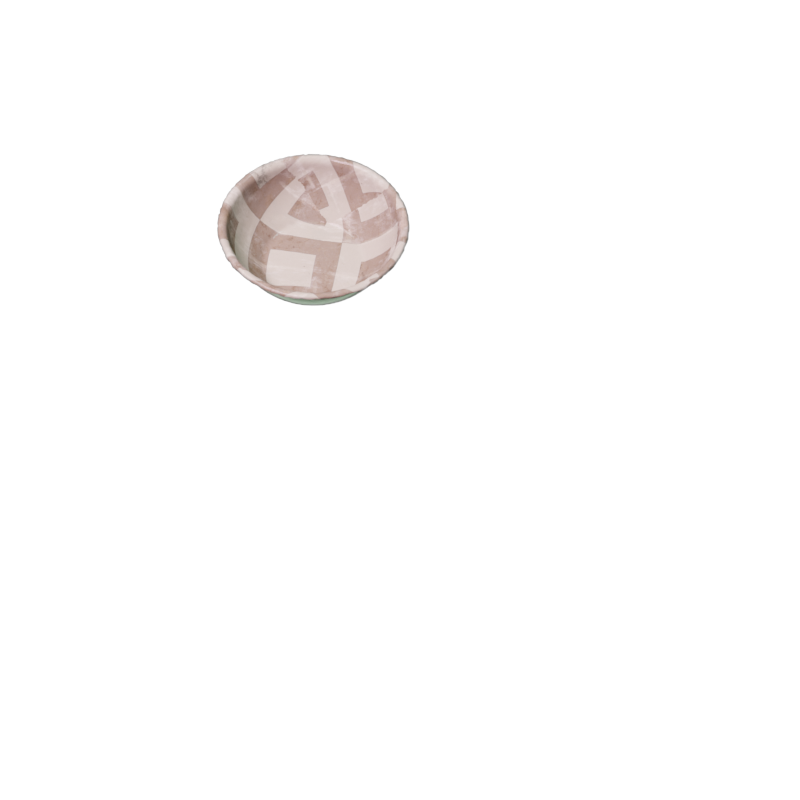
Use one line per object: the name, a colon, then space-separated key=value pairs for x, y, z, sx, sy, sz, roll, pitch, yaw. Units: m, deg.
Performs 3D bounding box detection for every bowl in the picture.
bowl: x=-0.075 y=-0.136 z=0.952 sx=0.162 sy=0.174 sz=0.051 roll=-1 pitch=-36 yaw=-1
